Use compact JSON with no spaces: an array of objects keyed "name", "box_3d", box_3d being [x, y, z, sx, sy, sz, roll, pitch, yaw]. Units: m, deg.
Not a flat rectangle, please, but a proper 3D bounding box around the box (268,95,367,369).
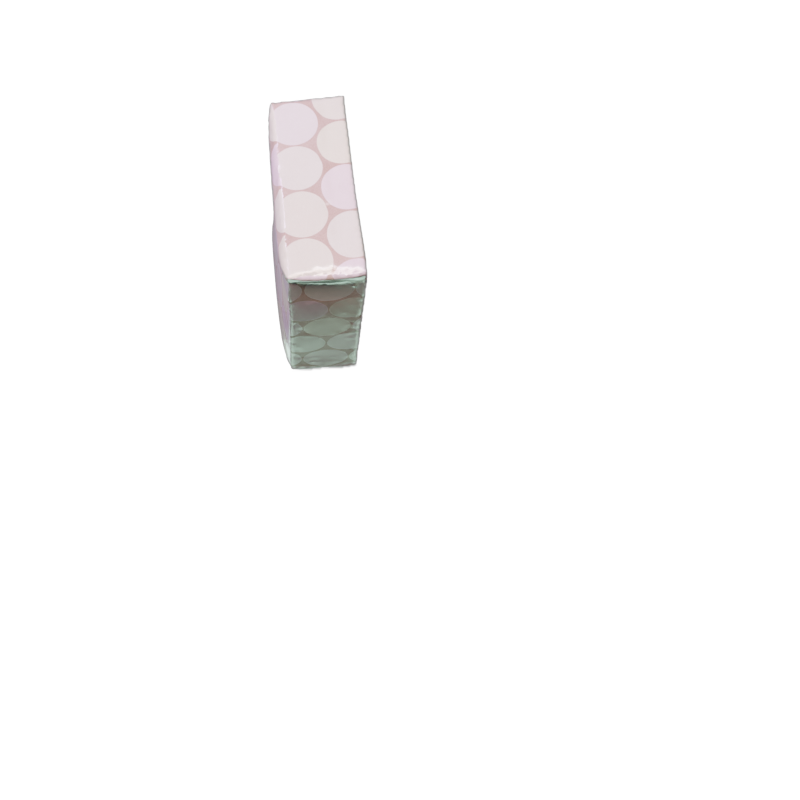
[{"name":"box","box_3d":[-0.076,-0.138,0.969,0.071,0.173,0.203,-5,-21,-6]}]
